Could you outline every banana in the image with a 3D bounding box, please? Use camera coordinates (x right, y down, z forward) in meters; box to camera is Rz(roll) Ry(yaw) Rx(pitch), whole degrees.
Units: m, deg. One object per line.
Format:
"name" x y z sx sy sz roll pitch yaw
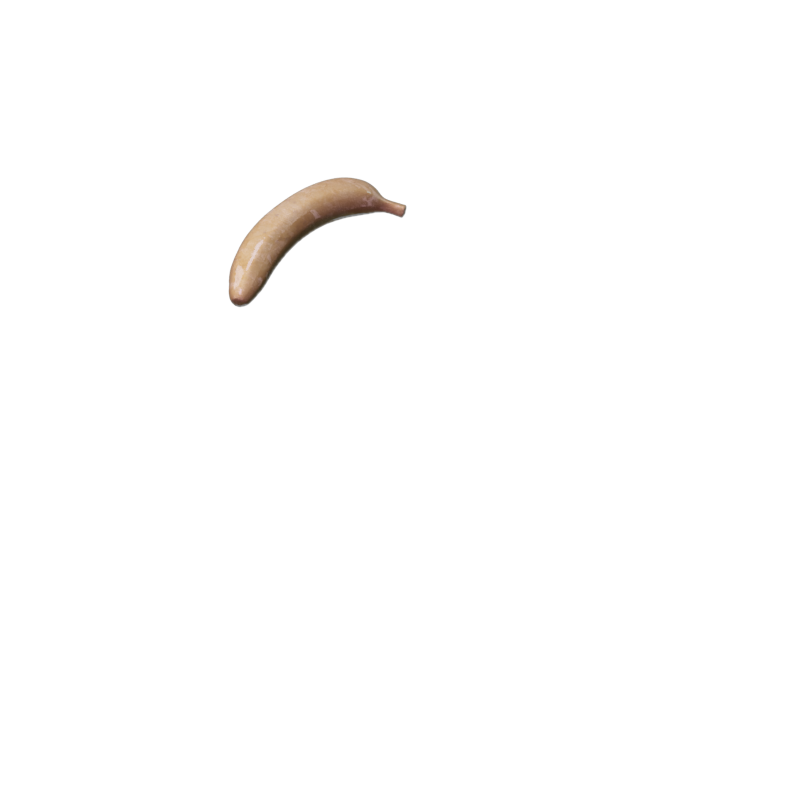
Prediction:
"banana" -0.085 -0.150 0.972 0.199 0.034 0.074 -35 56 -29
